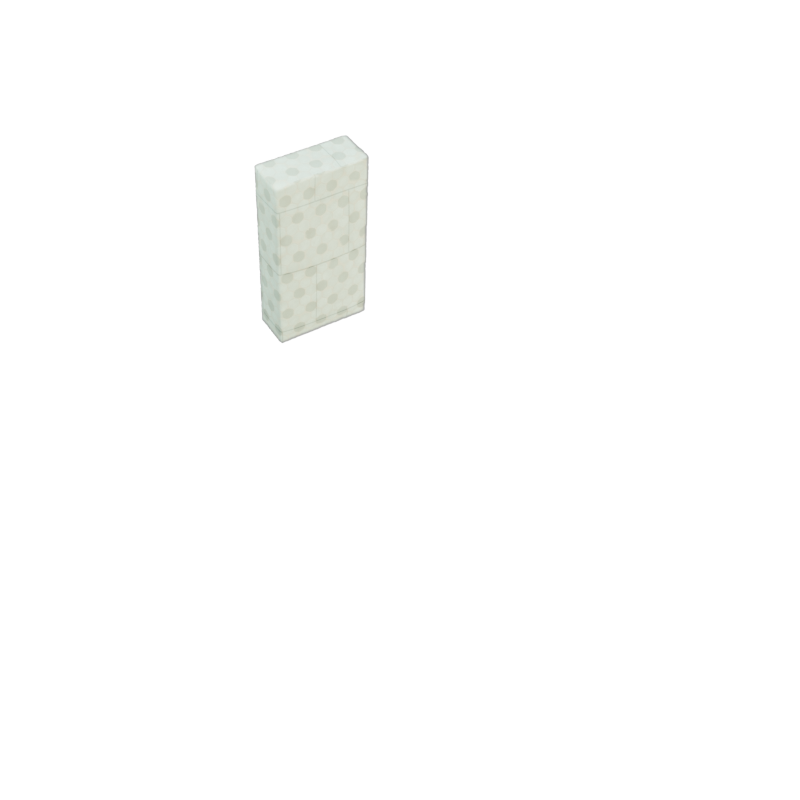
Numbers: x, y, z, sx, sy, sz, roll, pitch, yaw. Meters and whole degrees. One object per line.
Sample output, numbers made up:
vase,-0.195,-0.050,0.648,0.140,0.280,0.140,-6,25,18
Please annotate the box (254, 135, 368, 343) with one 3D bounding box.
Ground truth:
box,-0.077,-0.140,0.980,0.093,0.164,0.052,-23,51,-24
